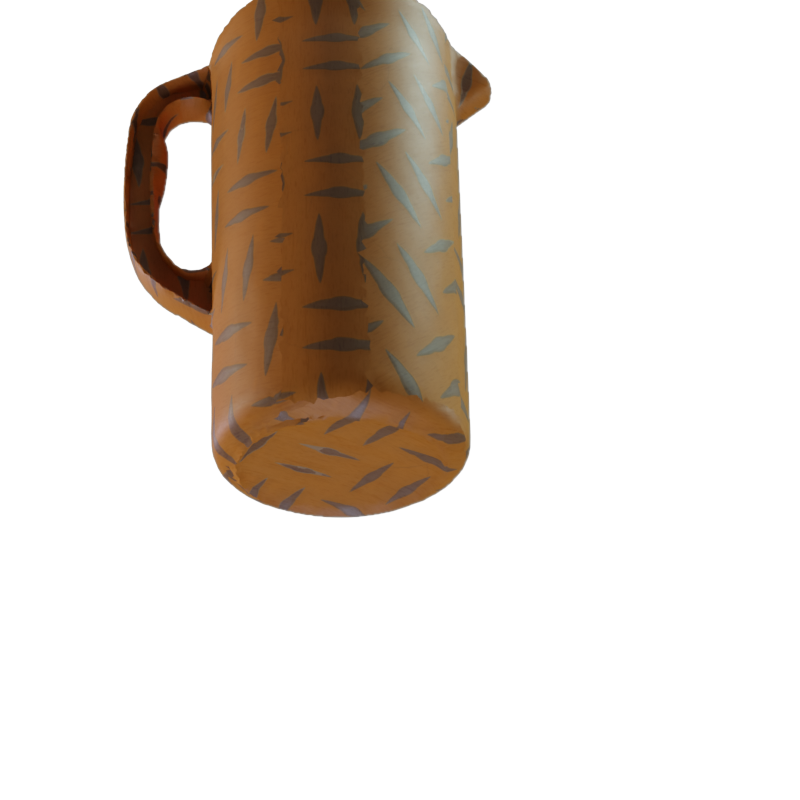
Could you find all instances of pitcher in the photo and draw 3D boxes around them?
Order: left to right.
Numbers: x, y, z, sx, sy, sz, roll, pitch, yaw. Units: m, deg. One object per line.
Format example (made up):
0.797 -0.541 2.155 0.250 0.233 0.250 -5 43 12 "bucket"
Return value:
-0.041 -0.076 0.530 0.149 0.260 0.136 -31 -44 34 "pitcher"
